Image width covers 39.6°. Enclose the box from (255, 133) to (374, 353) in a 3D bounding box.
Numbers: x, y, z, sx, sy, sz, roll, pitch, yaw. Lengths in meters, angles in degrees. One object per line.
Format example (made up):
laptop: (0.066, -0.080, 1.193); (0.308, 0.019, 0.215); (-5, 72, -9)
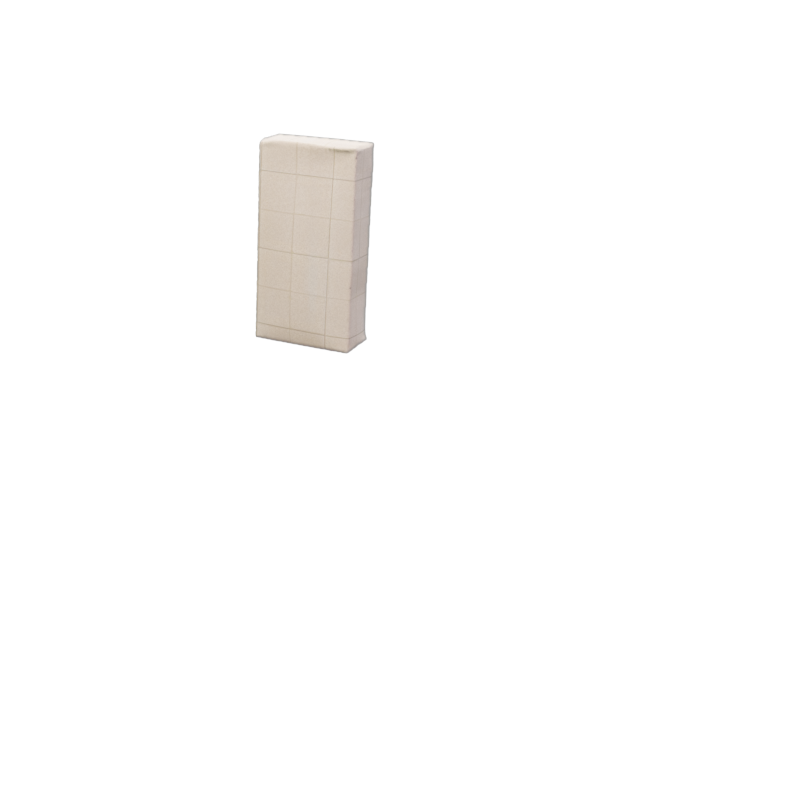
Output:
box: (-0.074, -0.135, 0.947); (0.097, 0.170, 0.048); (9, 17, 24)
